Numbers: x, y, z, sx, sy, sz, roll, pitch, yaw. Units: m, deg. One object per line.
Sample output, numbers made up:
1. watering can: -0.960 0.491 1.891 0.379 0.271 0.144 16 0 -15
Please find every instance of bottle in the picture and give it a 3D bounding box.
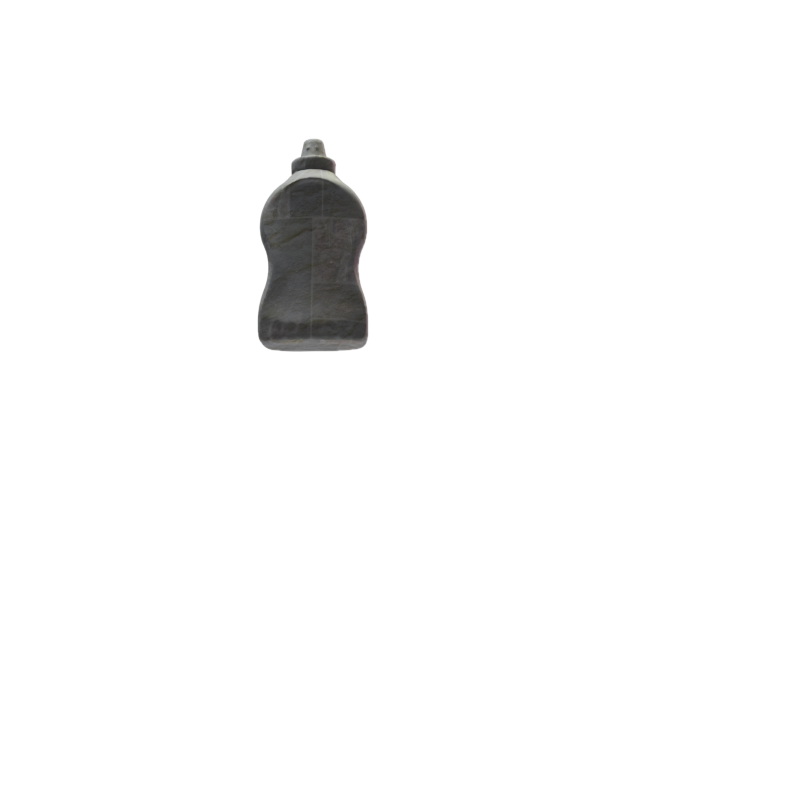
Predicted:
1. bottle: -0.078 -0.142 0.993 0.097 0.199 0.056 -2 -14 4
